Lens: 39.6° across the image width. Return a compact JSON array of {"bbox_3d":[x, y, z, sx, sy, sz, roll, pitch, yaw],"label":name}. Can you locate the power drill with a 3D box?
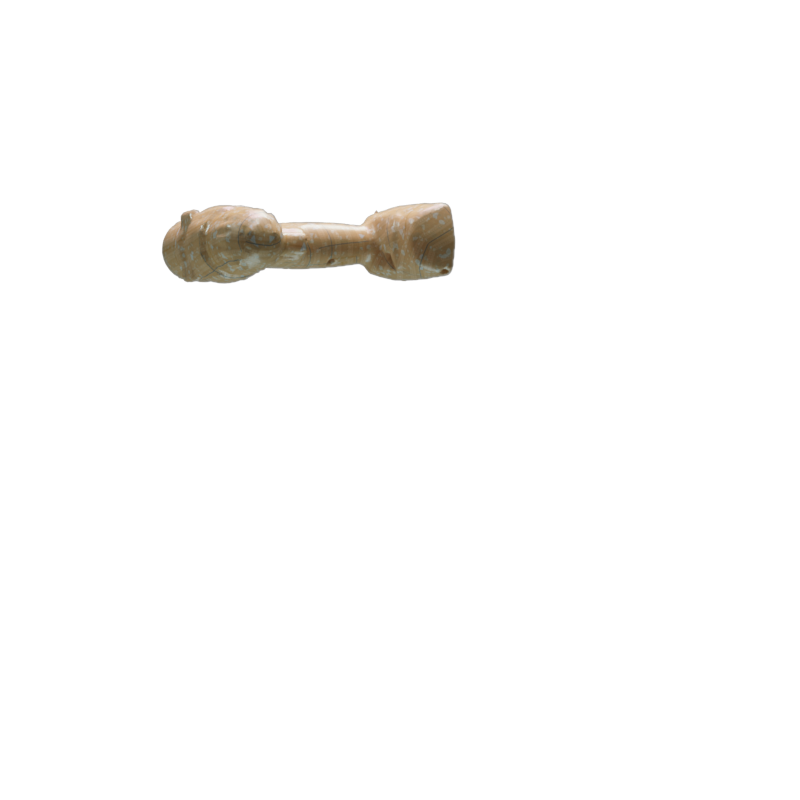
[{"bbox_3d":[-0.061,-0.110,0.774,0.183,0.057,0.191,-3,7,-23],"label":"power drill"}]
